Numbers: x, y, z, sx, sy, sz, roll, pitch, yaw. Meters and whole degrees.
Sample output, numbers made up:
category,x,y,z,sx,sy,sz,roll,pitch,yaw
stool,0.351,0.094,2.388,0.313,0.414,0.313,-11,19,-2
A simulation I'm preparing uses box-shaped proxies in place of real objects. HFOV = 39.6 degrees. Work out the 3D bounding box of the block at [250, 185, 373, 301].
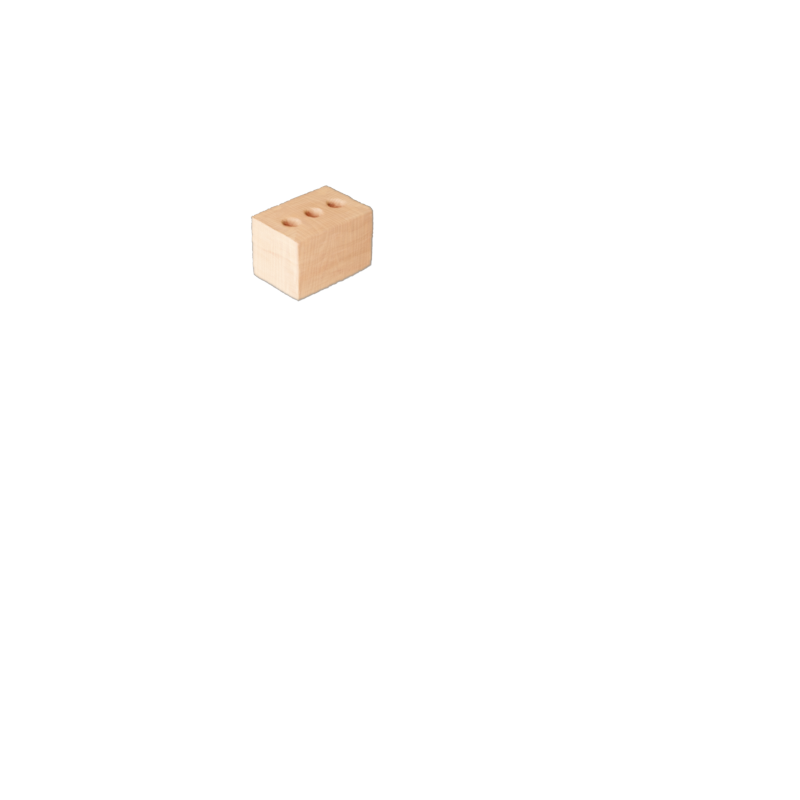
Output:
category,x,y,z,sx,sy,sz,roll,pitch,yaw
block,-0.064,-0.117,0.821,0.056,0.048,0.078,30,44,35
